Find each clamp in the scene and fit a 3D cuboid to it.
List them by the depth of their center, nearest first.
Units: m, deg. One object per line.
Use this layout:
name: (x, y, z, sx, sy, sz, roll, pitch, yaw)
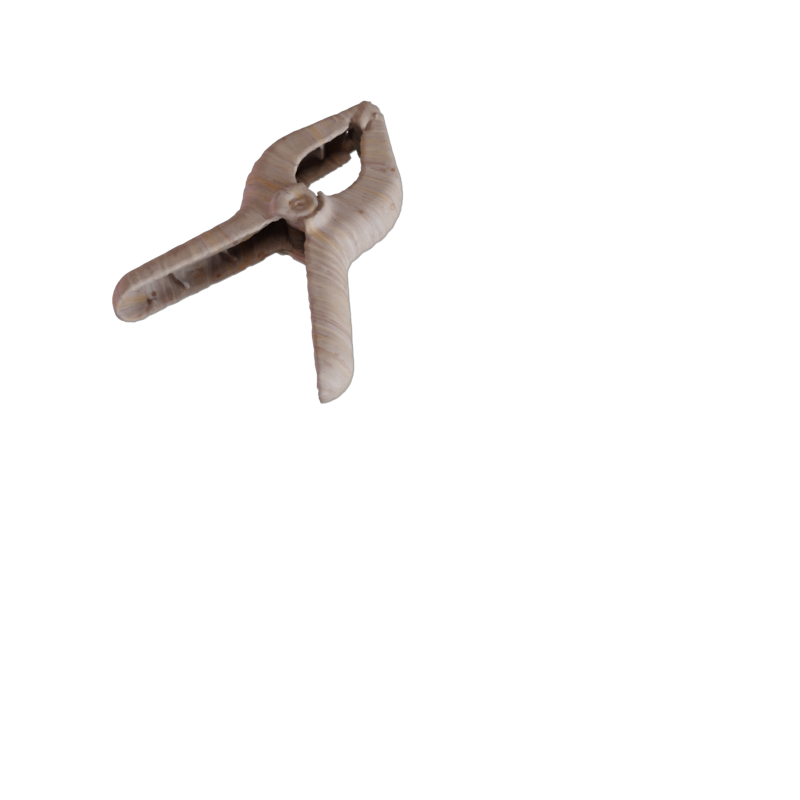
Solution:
clamp: (-0.042, -0.076, 0.534, 0.125, 0.176, 0.037, 30, -27, 17)
